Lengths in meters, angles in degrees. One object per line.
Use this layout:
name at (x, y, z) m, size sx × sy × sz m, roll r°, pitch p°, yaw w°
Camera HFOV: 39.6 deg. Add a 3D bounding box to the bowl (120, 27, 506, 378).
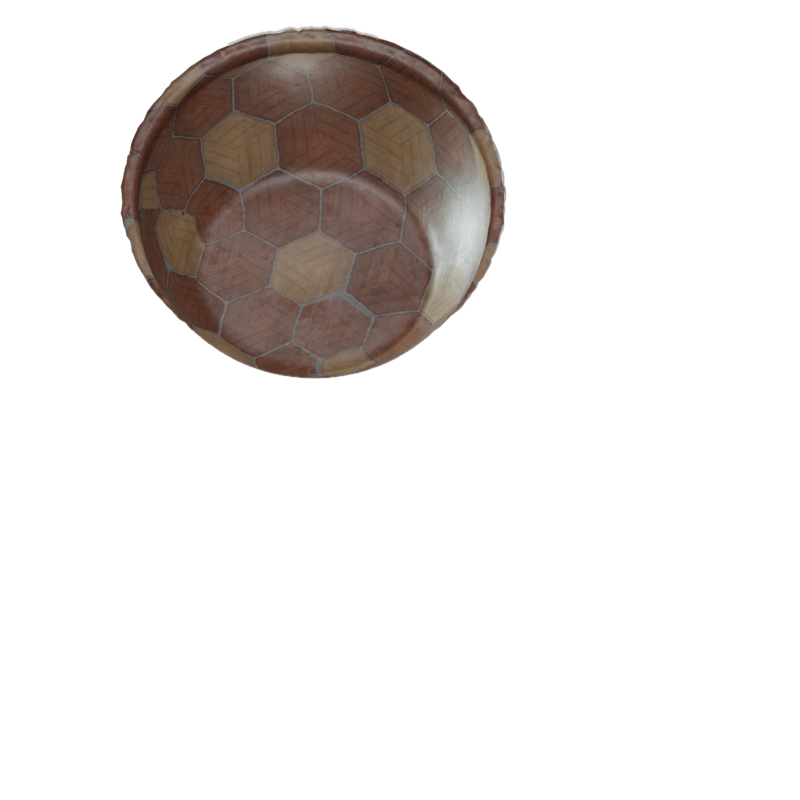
bowl at (-0.035, -0.063, 0.445) m, size 0.162 × 0.152 × 0.059 m, roll 1°, pitch 33°, yaw -1°
